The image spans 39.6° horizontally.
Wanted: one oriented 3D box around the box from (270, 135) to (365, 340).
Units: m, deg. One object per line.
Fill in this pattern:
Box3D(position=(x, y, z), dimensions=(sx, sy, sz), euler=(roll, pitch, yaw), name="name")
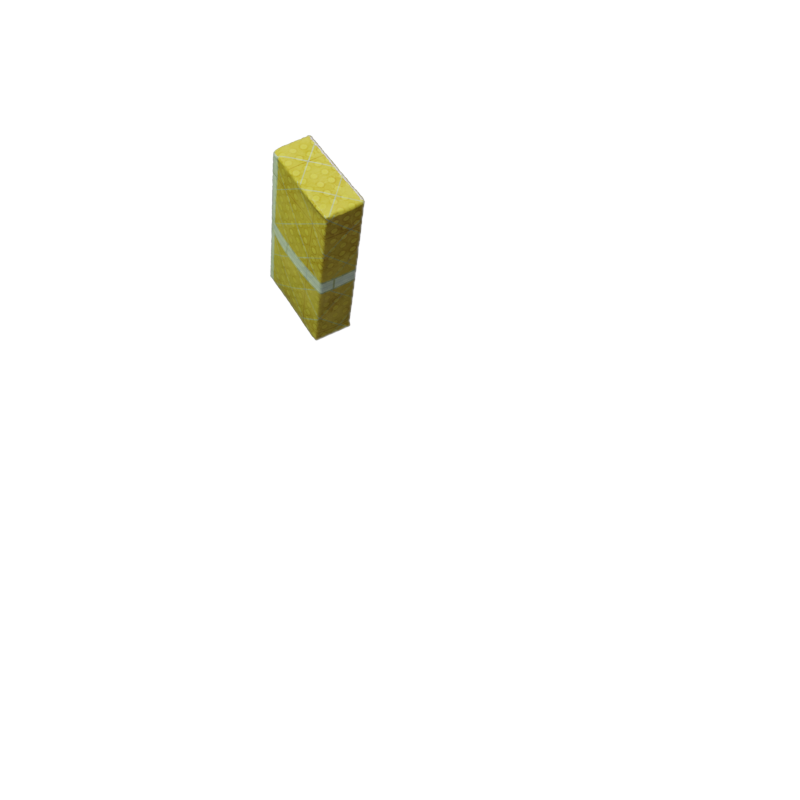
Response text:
Box3D(position=(-0.078, -0.142, 0.996), dimensions=(0.048, 0.100, 0.165), euler=(-25, -30, -20), name="box")
